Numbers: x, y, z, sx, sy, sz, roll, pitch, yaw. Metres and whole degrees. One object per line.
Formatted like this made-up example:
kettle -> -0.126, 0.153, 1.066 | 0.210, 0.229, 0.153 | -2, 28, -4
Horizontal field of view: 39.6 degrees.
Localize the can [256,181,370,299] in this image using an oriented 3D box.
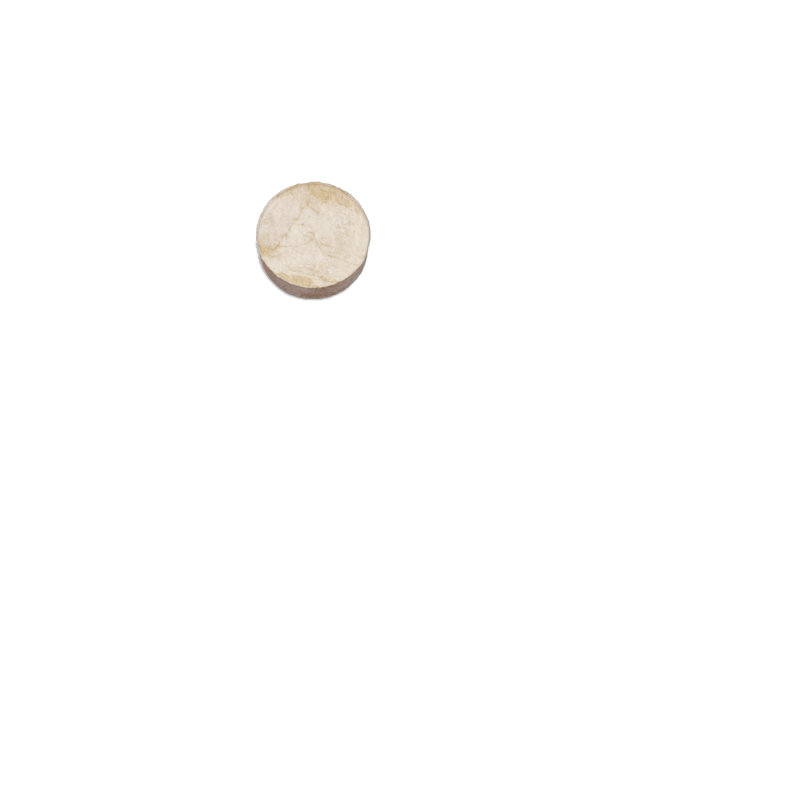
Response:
can -> -0.066, -0.120, 0.843 | 0.086, 0.090, 0.032 | -1, -20, -1
